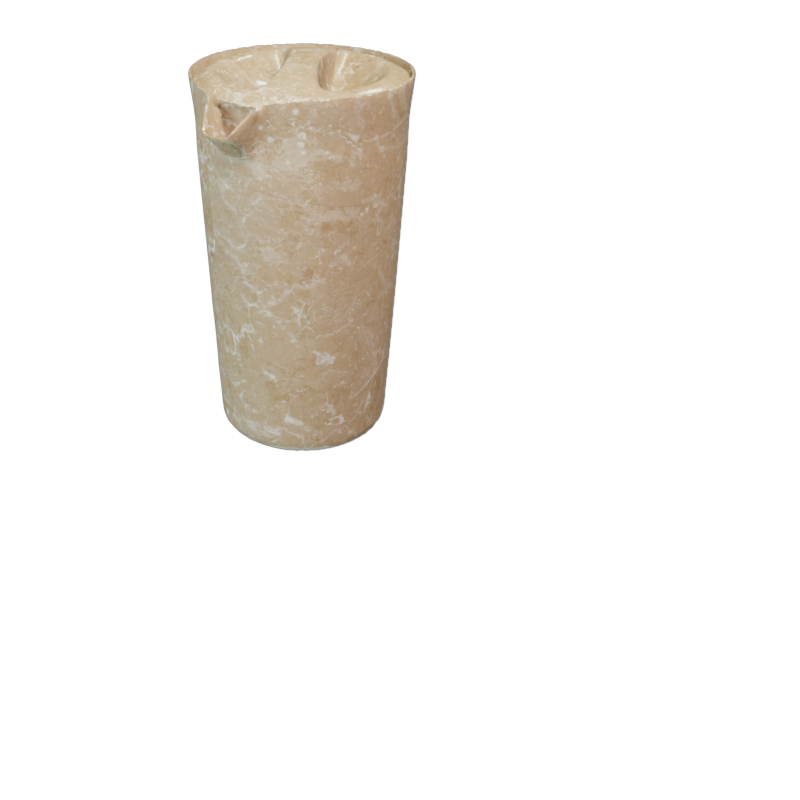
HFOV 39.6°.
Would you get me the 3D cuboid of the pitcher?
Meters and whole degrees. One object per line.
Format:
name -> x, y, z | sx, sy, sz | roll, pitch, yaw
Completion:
pitcher -> -0.055, -0.100, 0.703 | 0.147, 0.230, 0.155 | -5, 28, -13
